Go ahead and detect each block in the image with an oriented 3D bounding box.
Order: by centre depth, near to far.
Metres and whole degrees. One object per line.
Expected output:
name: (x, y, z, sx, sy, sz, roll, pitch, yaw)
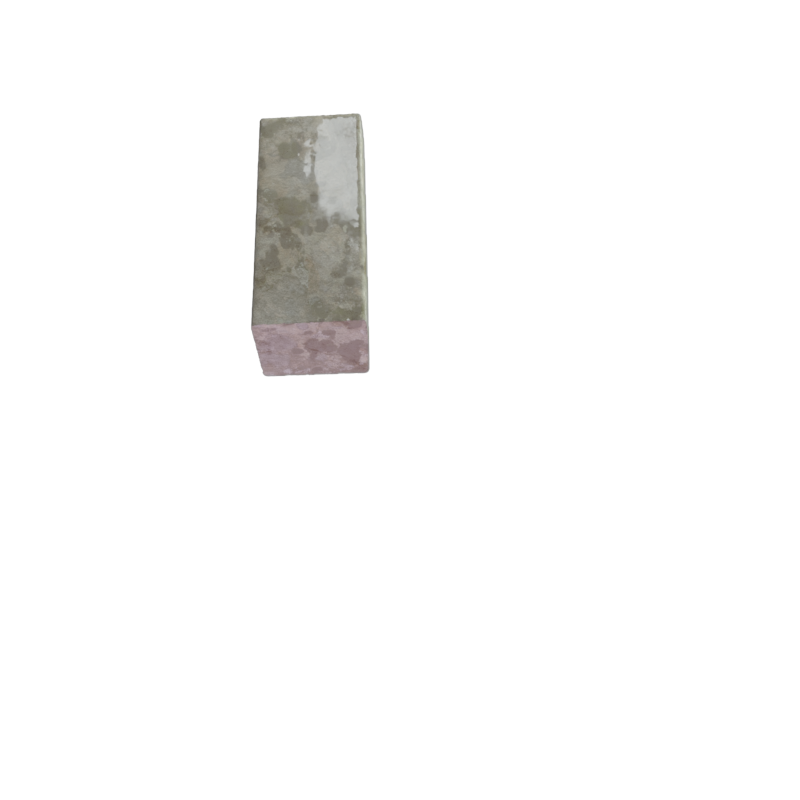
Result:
block: (-0.073, -0.133, 0.936, 0.091, 0.220, 0.084, -3, -31, 1)
